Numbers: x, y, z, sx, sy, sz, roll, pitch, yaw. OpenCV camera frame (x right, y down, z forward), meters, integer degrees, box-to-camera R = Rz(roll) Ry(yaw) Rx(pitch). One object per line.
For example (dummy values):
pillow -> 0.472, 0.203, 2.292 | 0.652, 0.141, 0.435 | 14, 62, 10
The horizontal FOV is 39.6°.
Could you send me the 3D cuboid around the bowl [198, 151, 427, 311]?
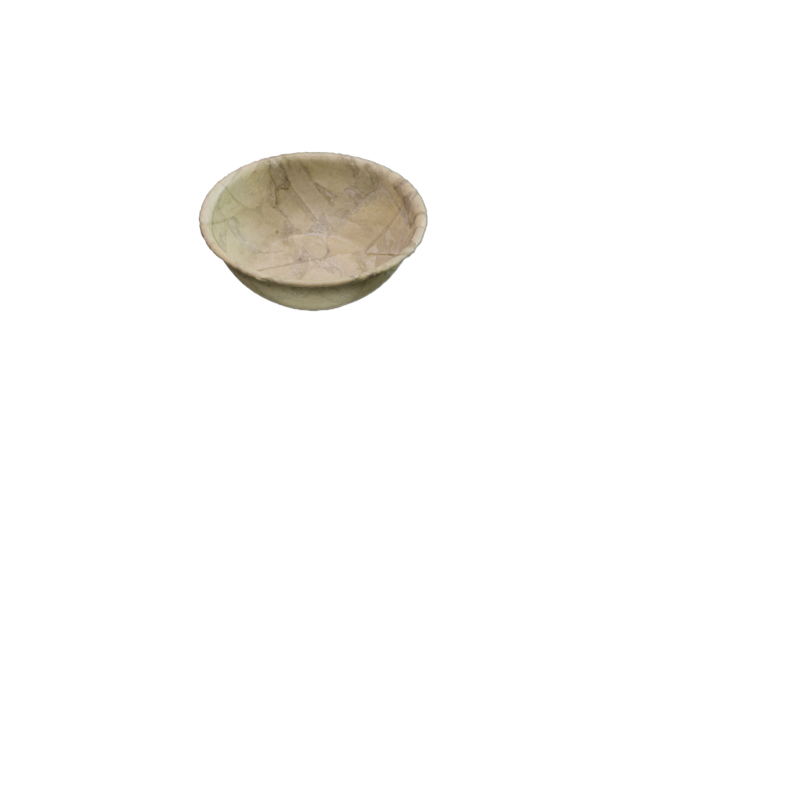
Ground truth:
bowl -> -0.063, -0.114, 0.799 | 0.162, 0.051, 0.174 | -1, 42, -1
